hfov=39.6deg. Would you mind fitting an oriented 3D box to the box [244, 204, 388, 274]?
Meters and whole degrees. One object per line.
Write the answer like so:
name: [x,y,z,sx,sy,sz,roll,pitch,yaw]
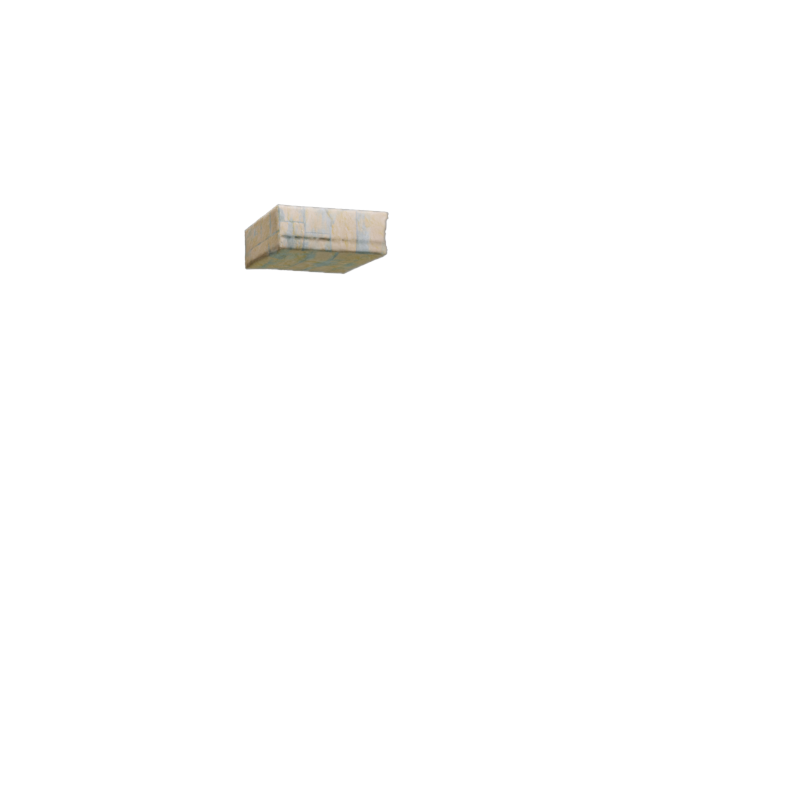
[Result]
box: [-0.070,-0.127,0.887,0.088,0.039,0.115,0,-1,-19]
